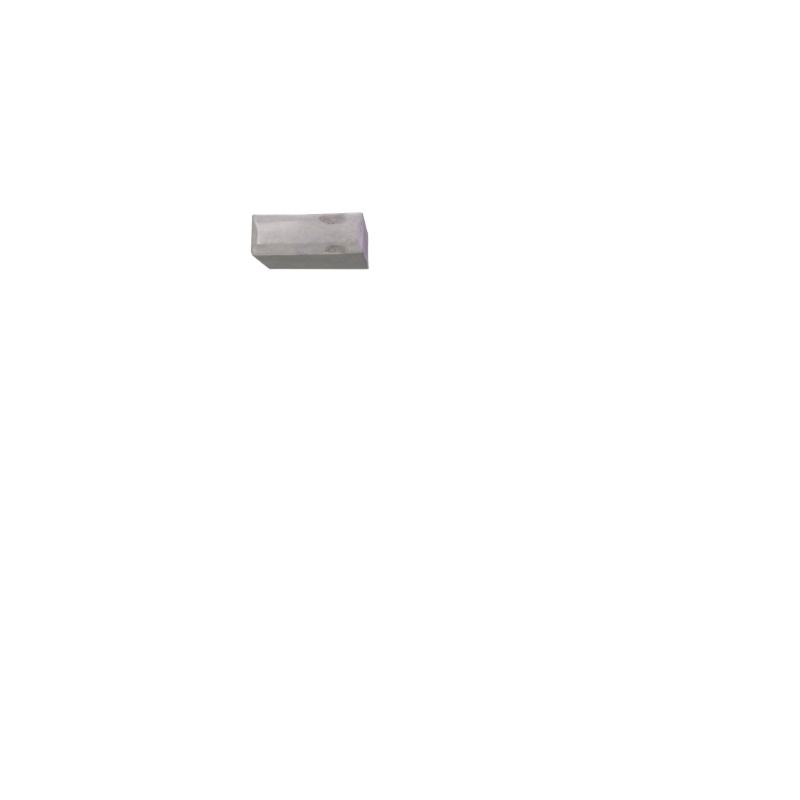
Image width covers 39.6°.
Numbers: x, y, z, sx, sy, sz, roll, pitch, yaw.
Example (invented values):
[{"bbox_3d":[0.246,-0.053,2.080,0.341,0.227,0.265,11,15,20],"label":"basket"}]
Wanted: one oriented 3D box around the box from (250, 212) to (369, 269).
[{"bbox_3d":[-0.059,-0.108,0.756,0.073,0.030,0.088,0,0,3],"label":"box"}]
